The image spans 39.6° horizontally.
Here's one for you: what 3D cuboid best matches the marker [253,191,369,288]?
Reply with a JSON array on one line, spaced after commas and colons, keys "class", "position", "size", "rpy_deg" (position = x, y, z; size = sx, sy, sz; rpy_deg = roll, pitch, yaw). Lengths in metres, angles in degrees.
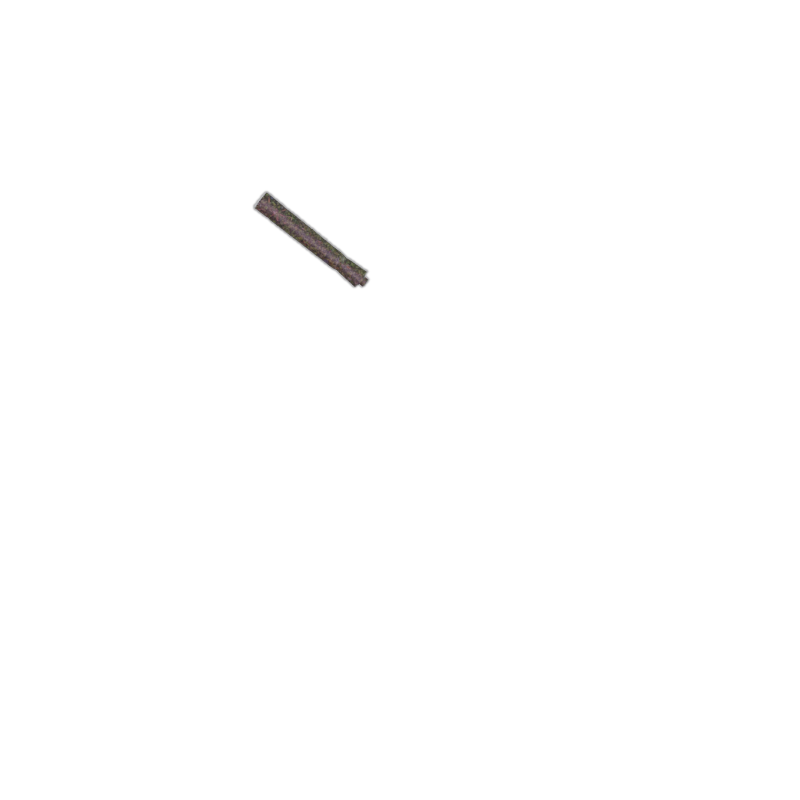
[{"class": "marker", "position": [-0.077, -0.141, 0.985], "size": [0.119, 0.020, 0.020], "rpy_deg": [38, -2, -5]}]
